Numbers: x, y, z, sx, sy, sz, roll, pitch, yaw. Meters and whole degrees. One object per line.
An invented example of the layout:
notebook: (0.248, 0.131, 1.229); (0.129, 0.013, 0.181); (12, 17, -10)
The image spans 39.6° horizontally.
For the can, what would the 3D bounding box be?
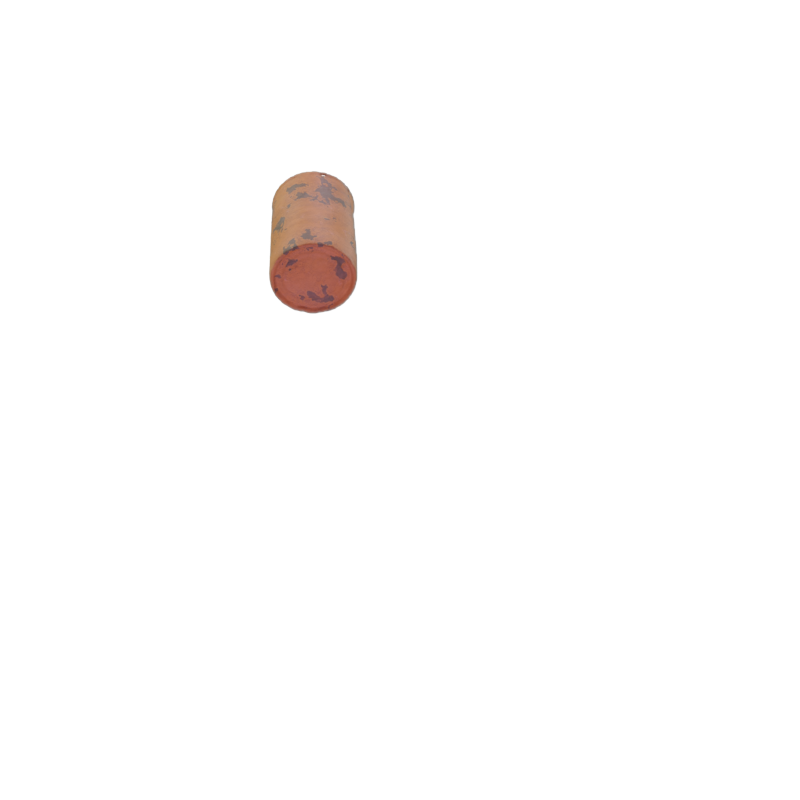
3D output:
can: (-0.068, -0.124, 0.868); (0.068, 0.064, 0.109); (-1, 39, -3)
